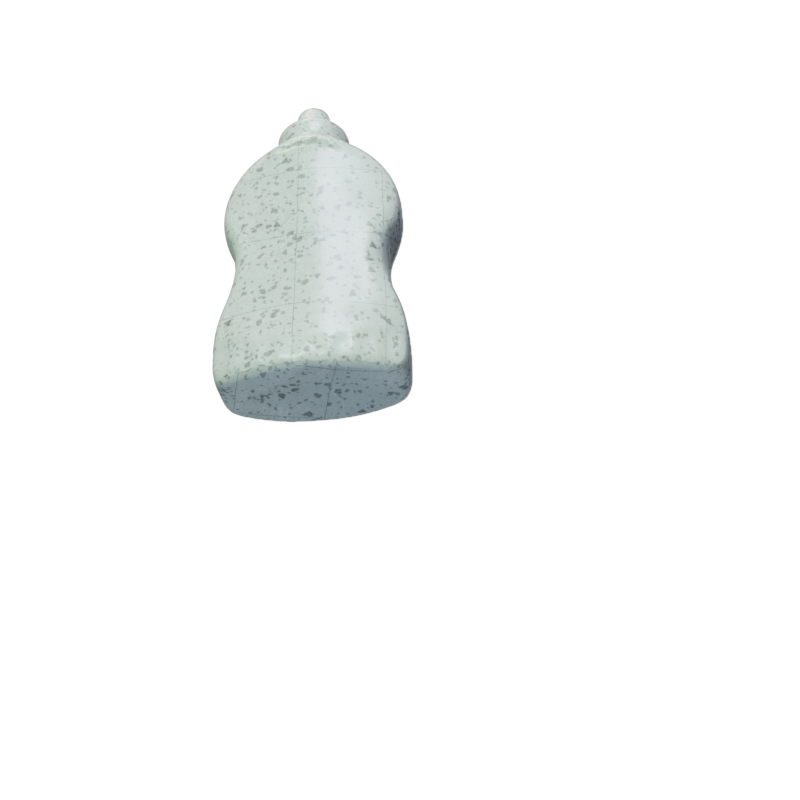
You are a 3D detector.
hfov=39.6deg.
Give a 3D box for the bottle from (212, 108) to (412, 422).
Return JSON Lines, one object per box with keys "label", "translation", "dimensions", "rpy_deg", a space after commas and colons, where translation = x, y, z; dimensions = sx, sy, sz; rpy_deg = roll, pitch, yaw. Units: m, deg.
{"label": "bottle", "translation": [-0.046, -0.084, 0.592], "dimensions": [0.097, 0.205, 0.054], "rpy_deg": [-7, -37, 6]}
